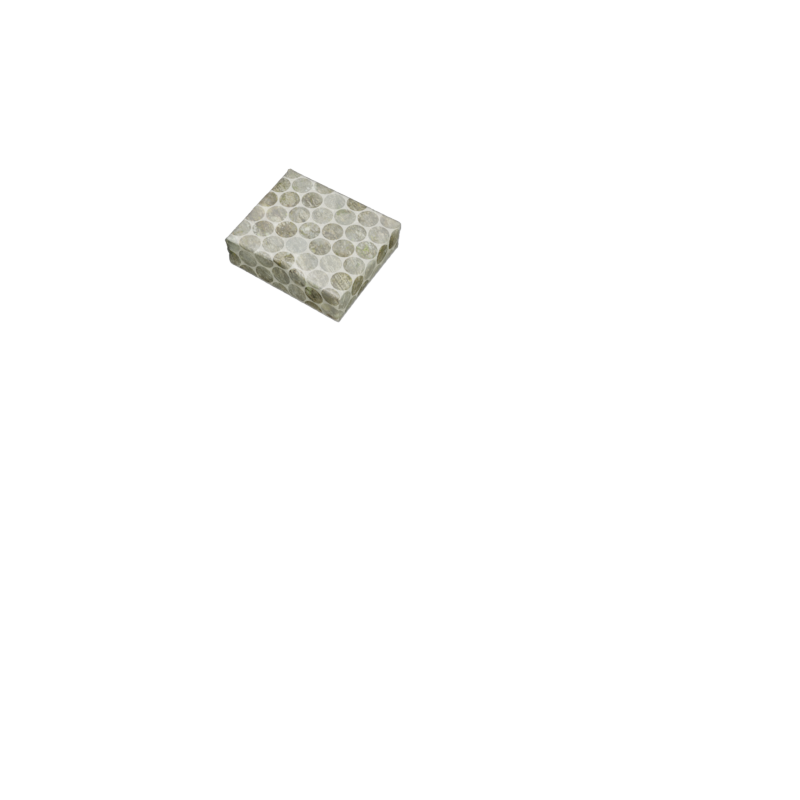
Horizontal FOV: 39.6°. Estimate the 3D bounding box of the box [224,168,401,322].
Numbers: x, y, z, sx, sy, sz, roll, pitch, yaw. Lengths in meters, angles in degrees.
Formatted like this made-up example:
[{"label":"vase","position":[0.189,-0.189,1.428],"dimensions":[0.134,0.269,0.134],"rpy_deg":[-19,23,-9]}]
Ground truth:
[{"label":"box","position":[-0.056,-0.102,0.715],"dimensions":[0.093,0.075,0.028],"rpy_deg":[28,-31,18]}]
